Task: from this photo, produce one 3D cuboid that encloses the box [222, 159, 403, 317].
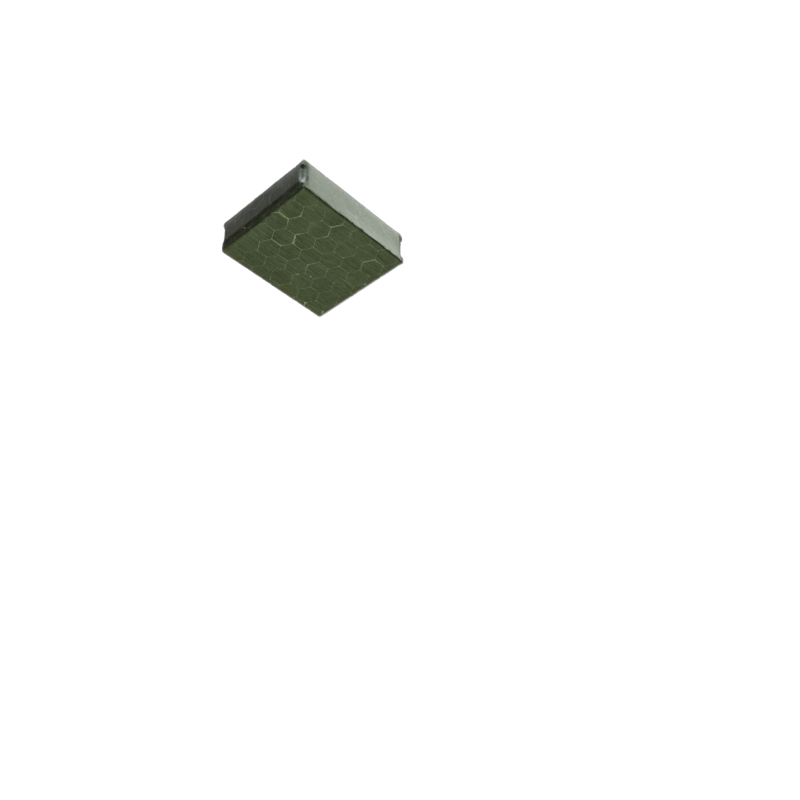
[{"bbox_3d":[-0.054,-0.098,0.687,0.072,0.032,0.084,-34,-52,31],"label":"box"}]
